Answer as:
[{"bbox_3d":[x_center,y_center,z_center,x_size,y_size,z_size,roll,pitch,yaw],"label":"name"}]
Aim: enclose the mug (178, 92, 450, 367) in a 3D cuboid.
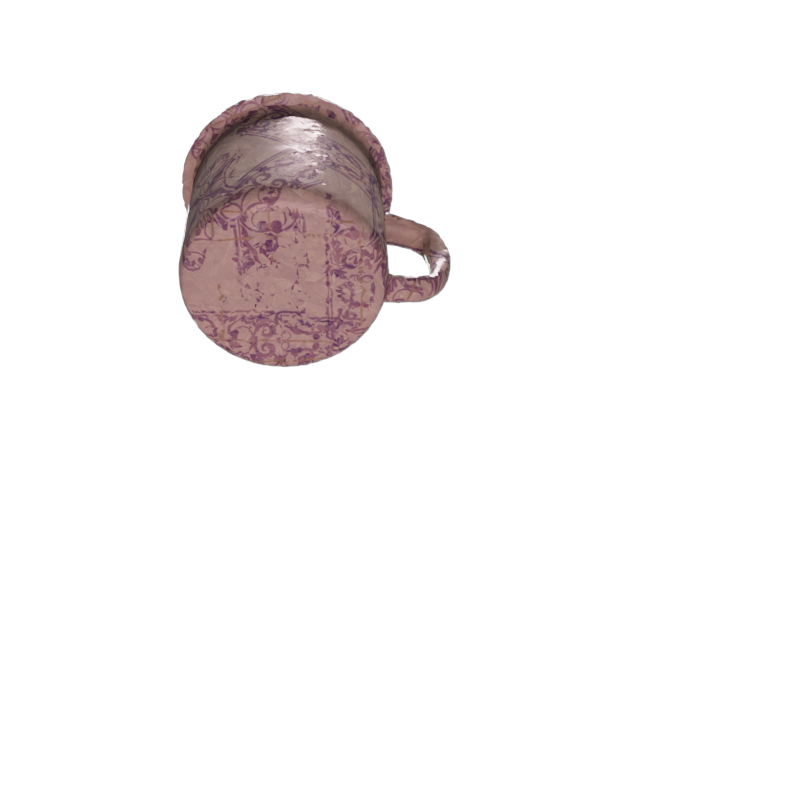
[{"bbox_3d":[-0.036,-0.065,0.457,0.115,0.089,0.087,14,32,-11],"label":"mug"}]
